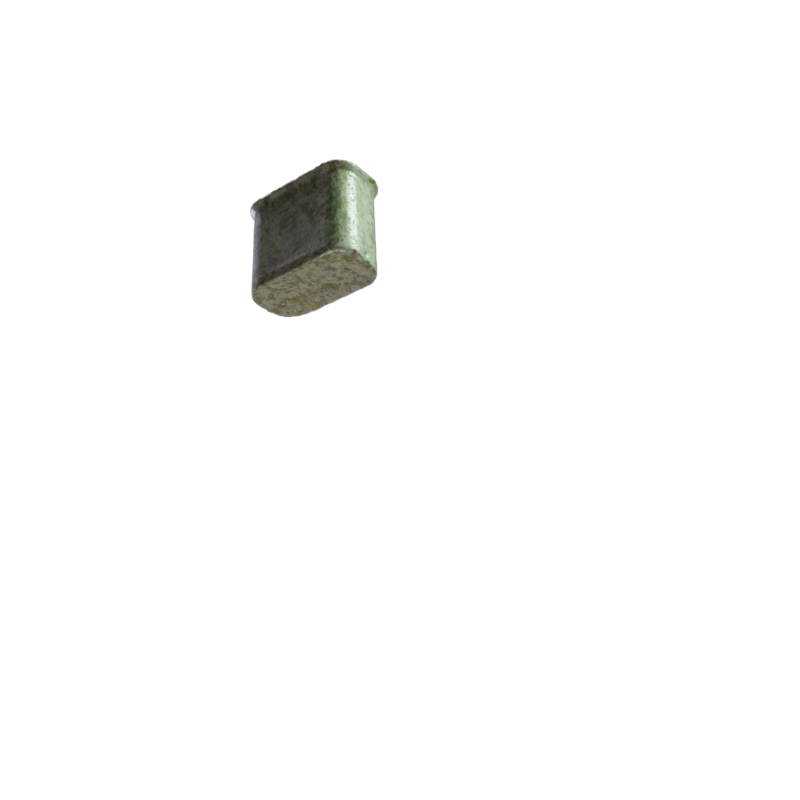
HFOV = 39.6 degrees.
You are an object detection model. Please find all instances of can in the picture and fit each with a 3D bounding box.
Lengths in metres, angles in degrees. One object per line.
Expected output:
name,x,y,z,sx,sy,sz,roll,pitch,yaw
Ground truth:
can,-0.065,-0.119,0.832,0.102,0.090,0.053,-24,-40,30
